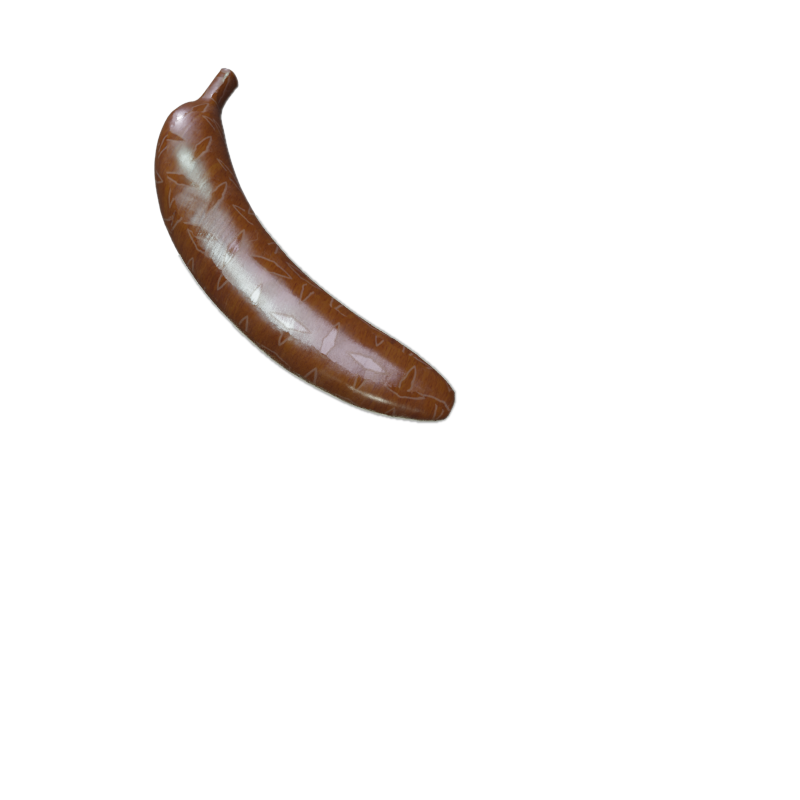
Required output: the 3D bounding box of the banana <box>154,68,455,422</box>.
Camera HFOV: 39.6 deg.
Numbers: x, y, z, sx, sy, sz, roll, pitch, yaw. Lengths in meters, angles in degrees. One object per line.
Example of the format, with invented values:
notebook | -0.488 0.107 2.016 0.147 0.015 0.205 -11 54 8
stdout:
banana | -0.056 -0.063 0.484 0.069 0.207 0.035 -30 -18 -11
